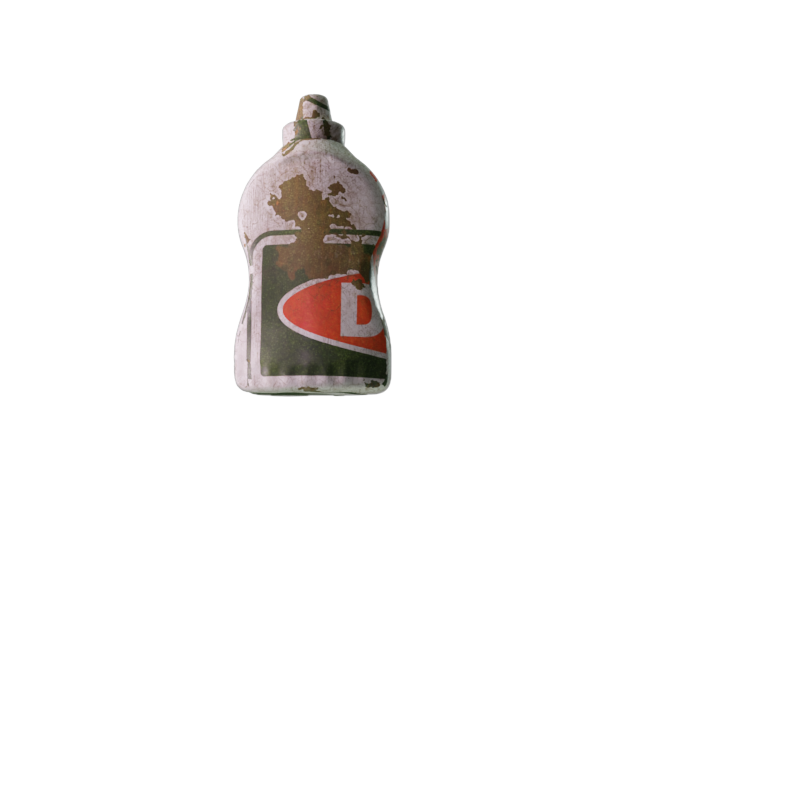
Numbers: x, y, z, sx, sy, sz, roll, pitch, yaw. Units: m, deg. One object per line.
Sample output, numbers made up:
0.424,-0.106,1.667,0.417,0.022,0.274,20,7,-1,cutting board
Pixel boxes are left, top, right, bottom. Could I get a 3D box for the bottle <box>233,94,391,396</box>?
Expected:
-0.055,-0.100,0.702,0.097,0.197,0.056,-2,-11,9,bottle
